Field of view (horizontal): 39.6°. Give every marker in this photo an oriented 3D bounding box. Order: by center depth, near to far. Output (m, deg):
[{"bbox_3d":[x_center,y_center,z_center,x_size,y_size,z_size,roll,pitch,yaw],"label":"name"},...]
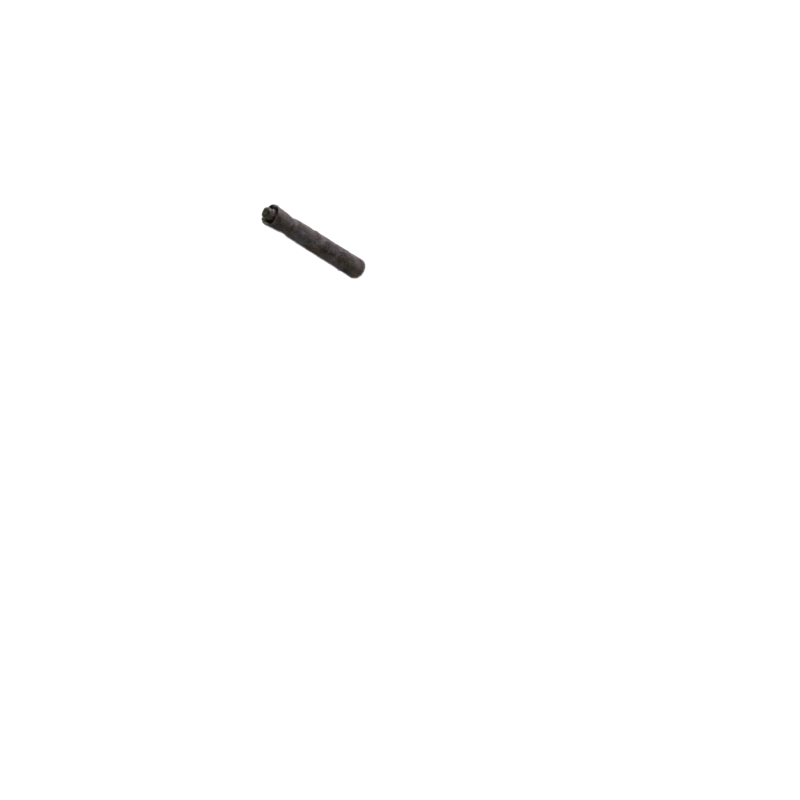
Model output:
[{"bbox_3d":[-0.073,-0.133,0.930,0.021,0.020,0.113,3,-17,43],"label":"marker"}]
